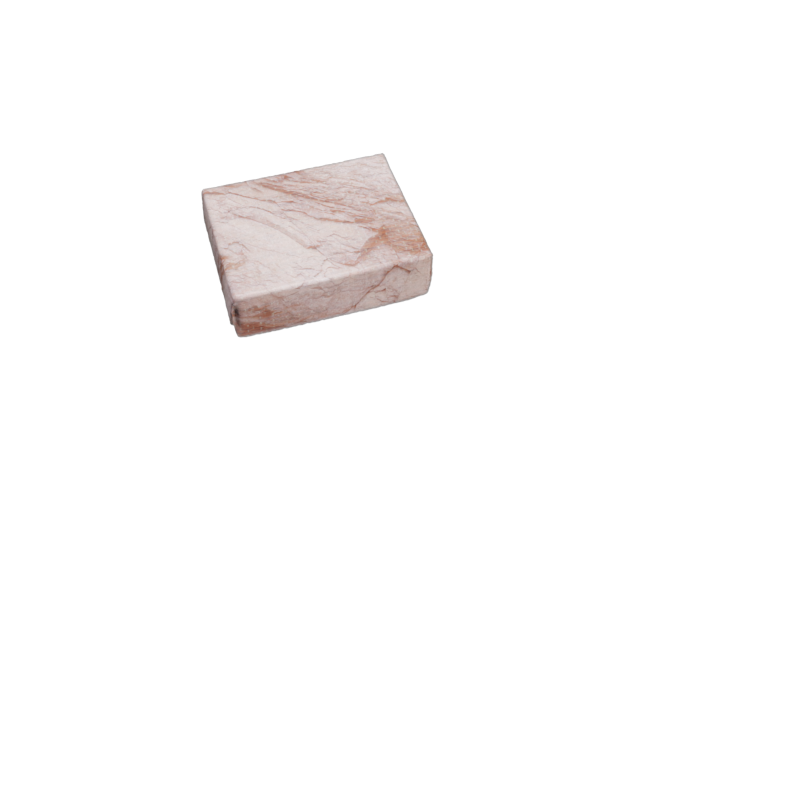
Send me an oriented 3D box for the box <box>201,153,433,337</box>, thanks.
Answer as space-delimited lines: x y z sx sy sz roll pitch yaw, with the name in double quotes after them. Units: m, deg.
-0.049 -0.089 0.624 0.112 0.097 0.036 -12 -40 -11 "box"
